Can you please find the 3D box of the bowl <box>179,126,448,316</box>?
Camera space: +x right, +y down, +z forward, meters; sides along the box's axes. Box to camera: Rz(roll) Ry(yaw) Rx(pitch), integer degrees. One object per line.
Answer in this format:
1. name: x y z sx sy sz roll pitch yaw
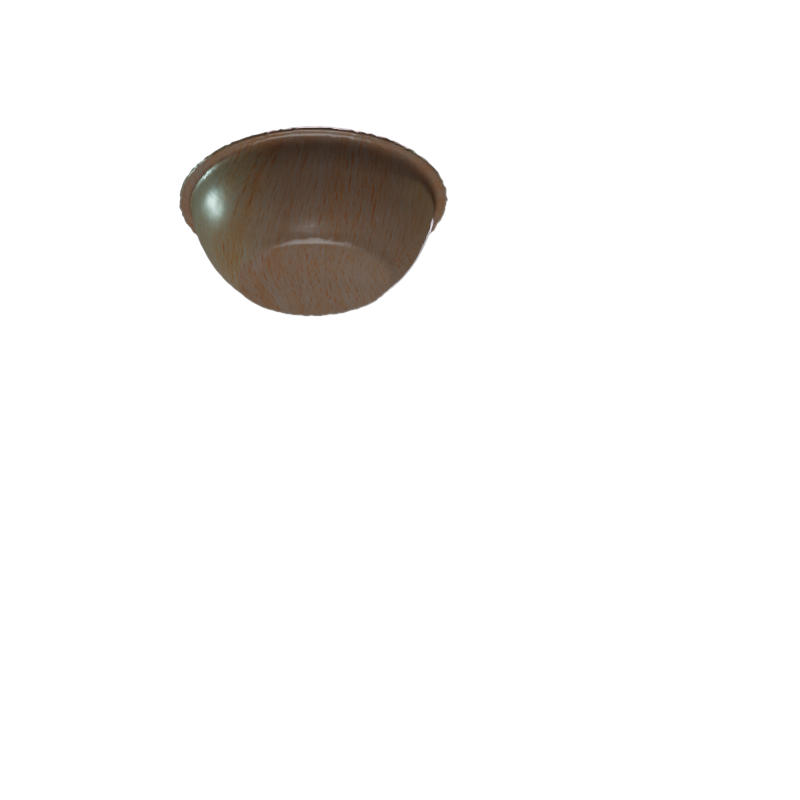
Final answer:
1. bowl: -0.052 -0.094 0.660 0.162 0.058 0.153 1 -25 -2
